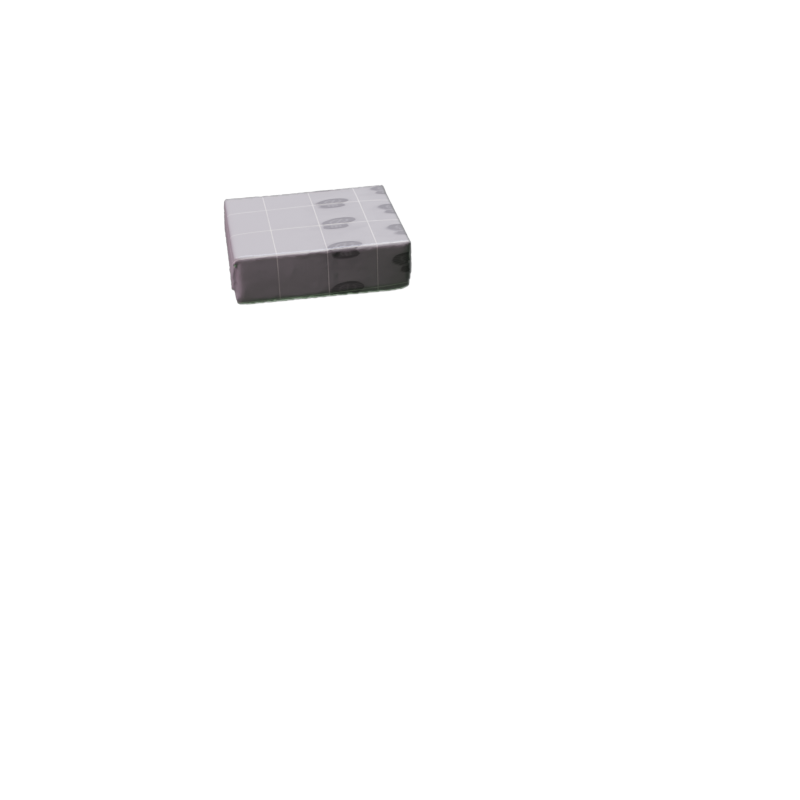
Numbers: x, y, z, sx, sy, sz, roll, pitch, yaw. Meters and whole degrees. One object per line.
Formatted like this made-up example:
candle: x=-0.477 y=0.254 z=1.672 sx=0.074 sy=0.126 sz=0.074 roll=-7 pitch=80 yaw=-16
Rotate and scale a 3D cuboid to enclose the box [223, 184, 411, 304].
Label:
box: x=-0.056 y=-0.103 z=0.722 sx=0.112 sy=0.037 sz=0.096 roll=-5 pitch=33 yaw=-8
